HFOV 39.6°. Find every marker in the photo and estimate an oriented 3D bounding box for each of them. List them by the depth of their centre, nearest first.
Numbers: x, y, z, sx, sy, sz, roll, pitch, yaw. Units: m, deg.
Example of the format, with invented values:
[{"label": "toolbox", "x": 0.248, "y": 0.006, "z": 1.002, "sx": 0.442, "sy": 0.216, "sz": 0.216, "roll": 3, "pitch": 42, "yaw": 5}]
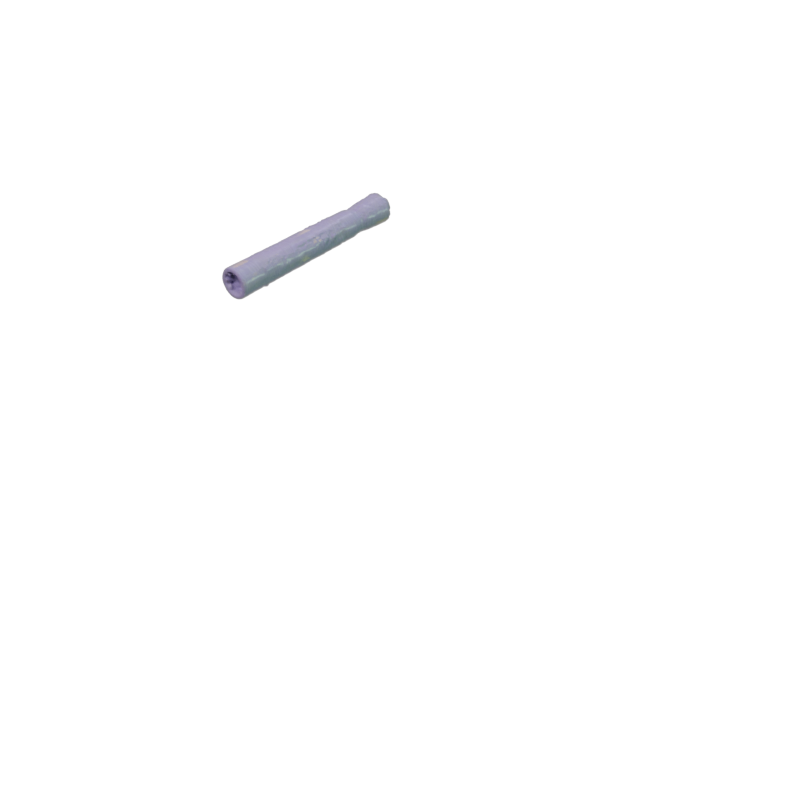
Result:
[{"label": "marker", "x": -0.049, "y": -0.090, "z": 0.628, "sx": 0.021, "sy": 0.019, "sz": 0.121, "roll": 4, "pitch": 30, "yaw": 47}]
